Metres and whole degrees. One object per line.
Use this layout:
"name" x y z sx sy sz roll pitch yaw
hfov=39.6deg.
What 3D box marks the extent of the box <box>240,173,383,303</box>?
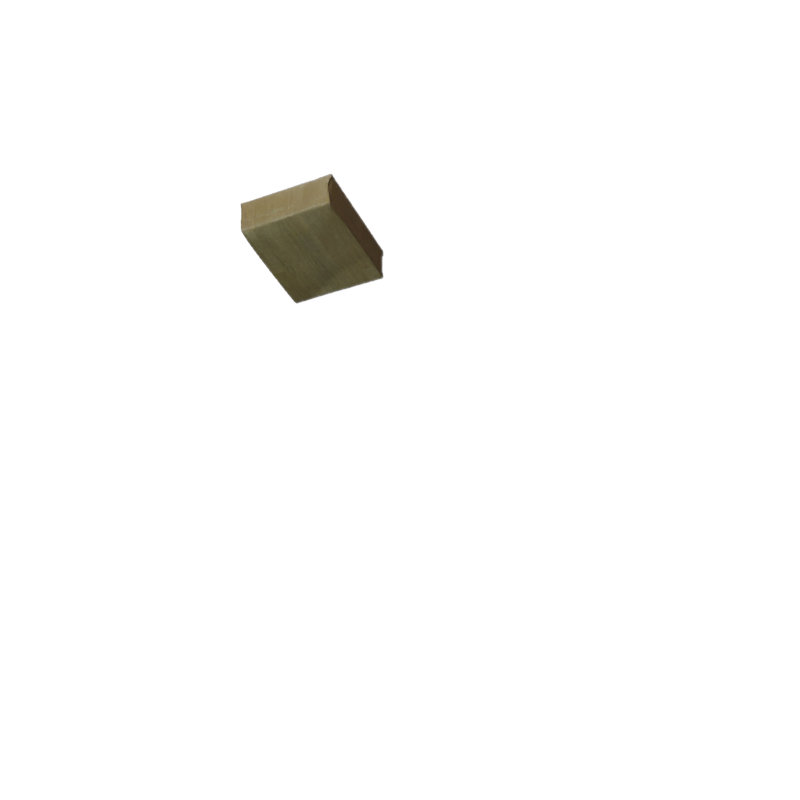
"box" -0.077 -0.139 0.976 0.091 0.042 0.105 -15 -39 19
